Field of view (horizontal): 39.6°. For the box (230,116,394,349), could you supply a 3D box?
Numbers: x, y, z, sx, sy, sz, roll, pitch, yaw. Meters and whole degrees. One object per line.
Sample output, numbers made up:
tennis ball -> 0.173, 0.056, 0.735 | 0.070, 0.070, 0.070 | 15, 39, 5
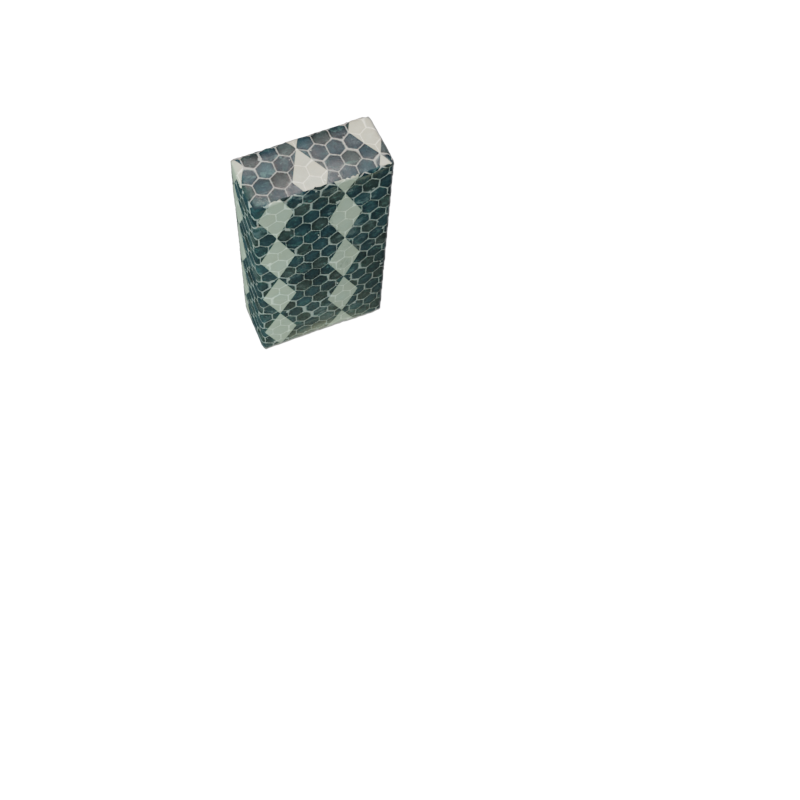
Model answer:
box -> -0.057, -0.103, 0.724 | 0.093, 0.051, 0.167 | -20, -21, -12
